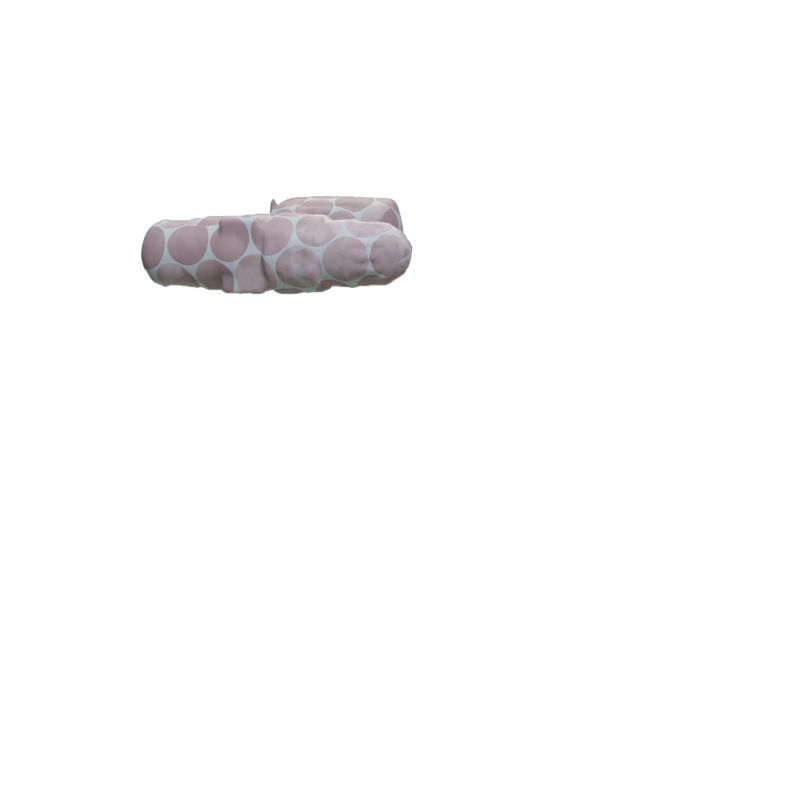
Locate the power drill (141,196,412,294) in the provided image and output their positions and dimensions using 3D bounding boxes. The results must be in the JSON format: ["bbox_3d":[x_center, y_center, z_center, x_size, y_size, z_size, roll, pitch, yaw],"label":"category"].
[{"bbox_3d":[-0.061,-0.111,0.776,0.190,0.056,0.186,4,12,20],"label":"power drill"}]
